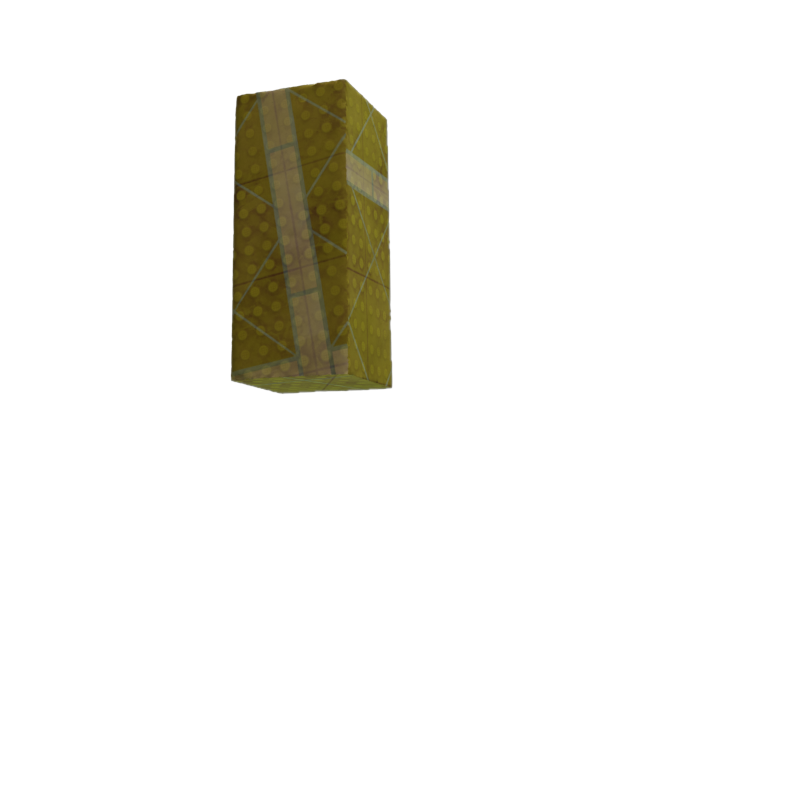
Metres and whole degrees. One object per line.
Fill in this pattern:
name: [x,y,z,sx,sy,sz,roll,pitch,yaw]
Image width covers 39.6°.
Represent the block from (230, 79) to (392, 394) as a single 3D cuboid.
block: [-0.063,-0.114,0.799,0.092,0.213,0.086,-6,-14,20]
